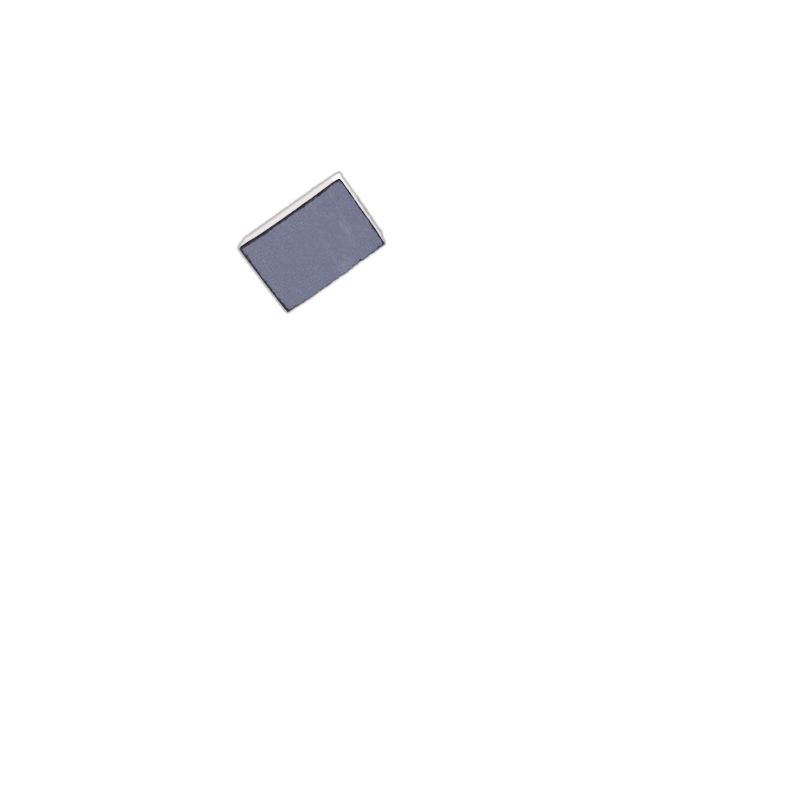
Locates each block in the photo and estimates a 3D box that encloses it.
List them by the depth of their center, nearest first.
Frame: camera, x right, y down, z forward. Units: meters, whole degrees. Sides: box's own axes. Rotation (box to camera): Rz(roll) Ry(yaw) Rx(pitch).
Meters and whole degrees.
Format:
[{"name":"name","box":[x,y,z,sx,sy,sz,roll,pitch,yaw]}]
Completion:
[{"name":"block","box":[-0.055,-0.101,0.704,0.078,0.052,0.052,-34,10,4]}]
